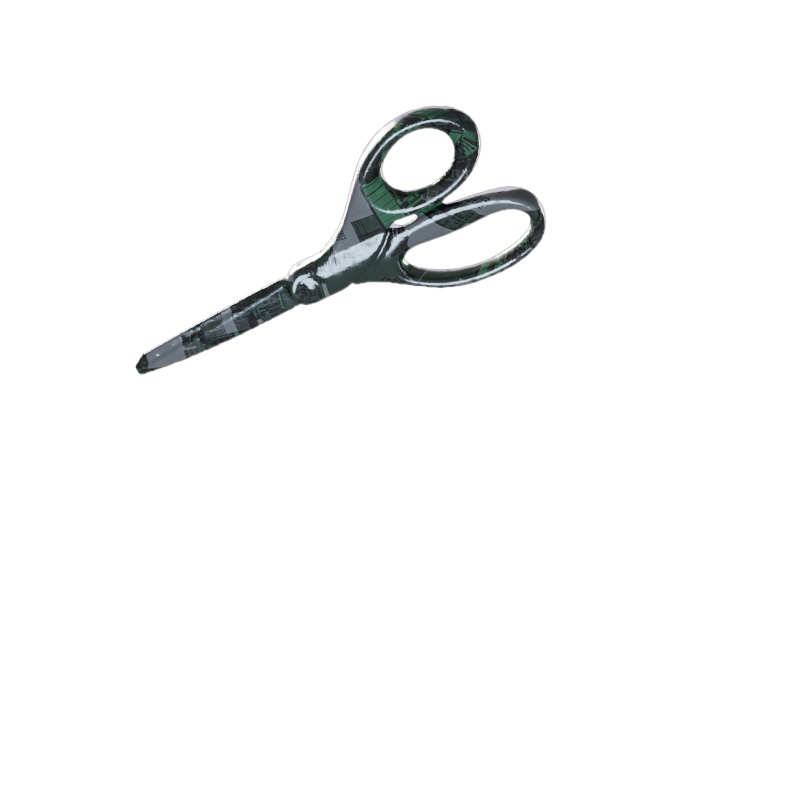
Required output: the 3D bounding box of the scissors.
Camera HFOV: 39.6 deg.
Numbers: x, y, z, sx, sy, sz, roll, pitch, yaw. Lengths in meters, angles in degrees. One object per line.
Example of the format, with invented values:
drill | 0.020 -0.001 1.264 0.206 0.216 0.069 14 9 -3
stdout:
scissors | -0.038 -0.070 0.490 0.203 0.090 0.017 -13 33 8
